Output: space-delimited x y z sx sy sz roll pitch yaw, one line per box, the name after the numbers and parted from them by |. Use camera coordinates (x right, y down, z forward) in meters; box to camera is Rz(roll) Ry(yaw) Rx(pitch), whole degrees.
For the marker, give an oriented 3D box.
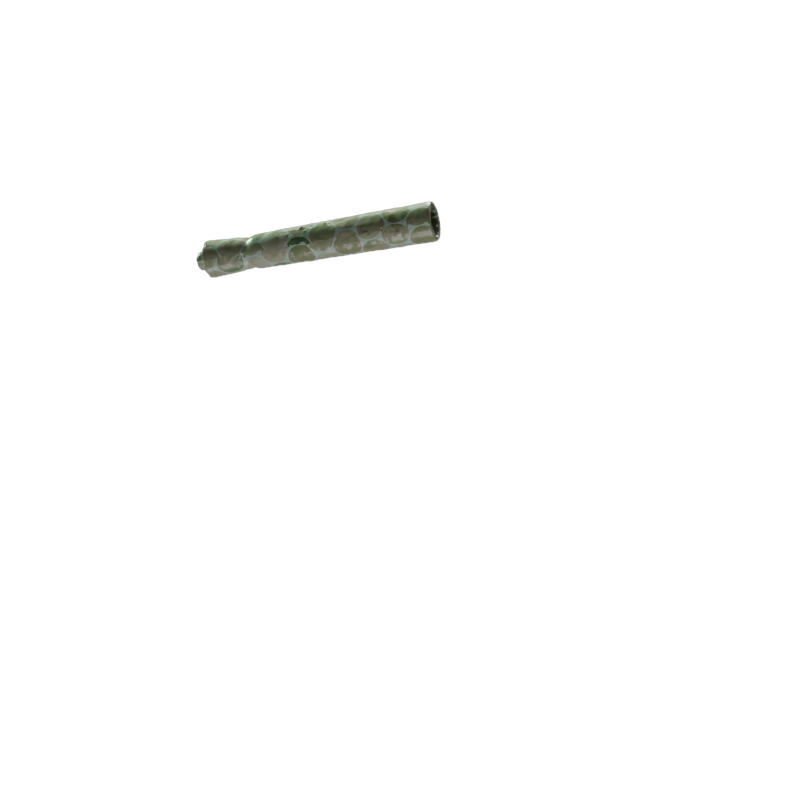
-0.041 -0.075 0.528 0.123 0.020 0.019 -7 2 20 | marker
